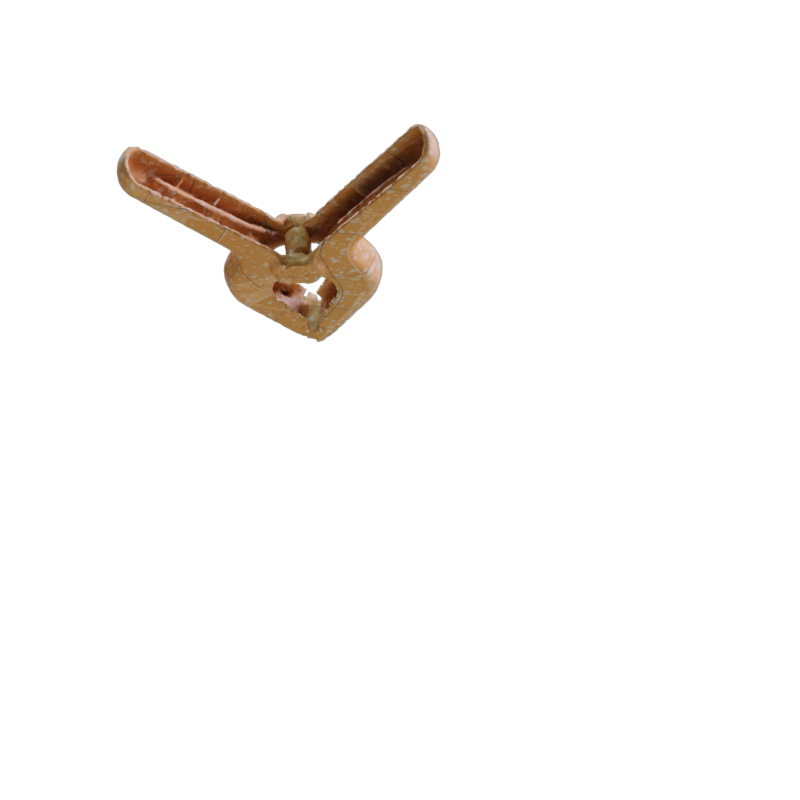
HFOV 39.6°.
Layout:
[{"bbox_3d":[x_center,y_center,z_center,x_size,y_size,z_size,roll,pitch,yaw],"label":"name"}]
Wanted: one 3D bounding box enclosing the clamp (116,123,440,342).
[{"bbox_3d":[-0.050,-0.091,0.635,0.166,0.038,0.196,-4,-24,10],"label":"clamp"}]
